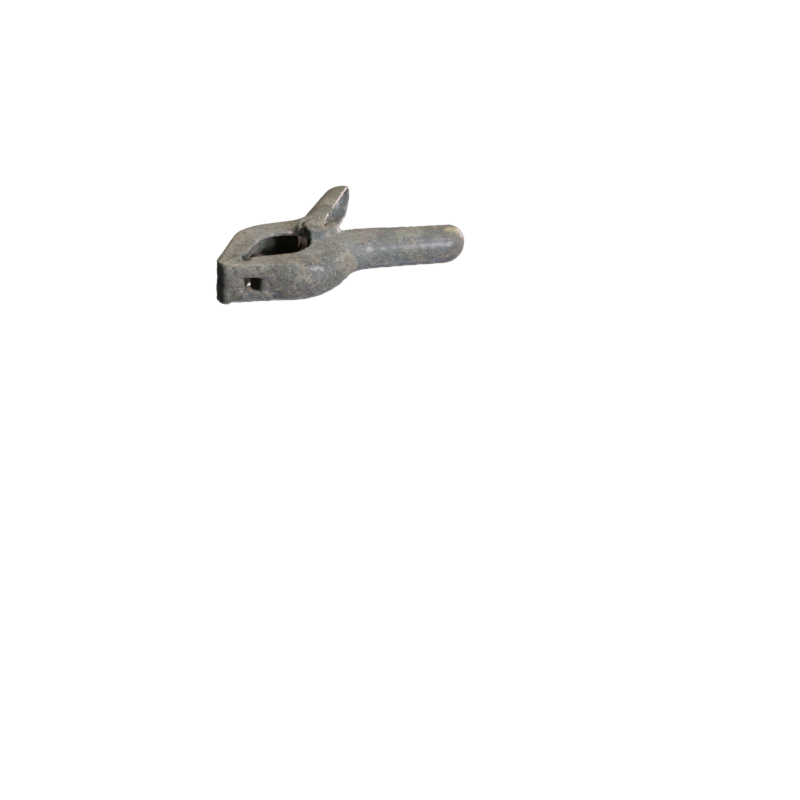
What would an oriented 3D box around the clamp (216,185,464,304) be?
[{"bbox_3d":[-0.057,-0.104,0.729,0.168,0.037,0.128,-17,29,-34],"label":"clamp"}]
